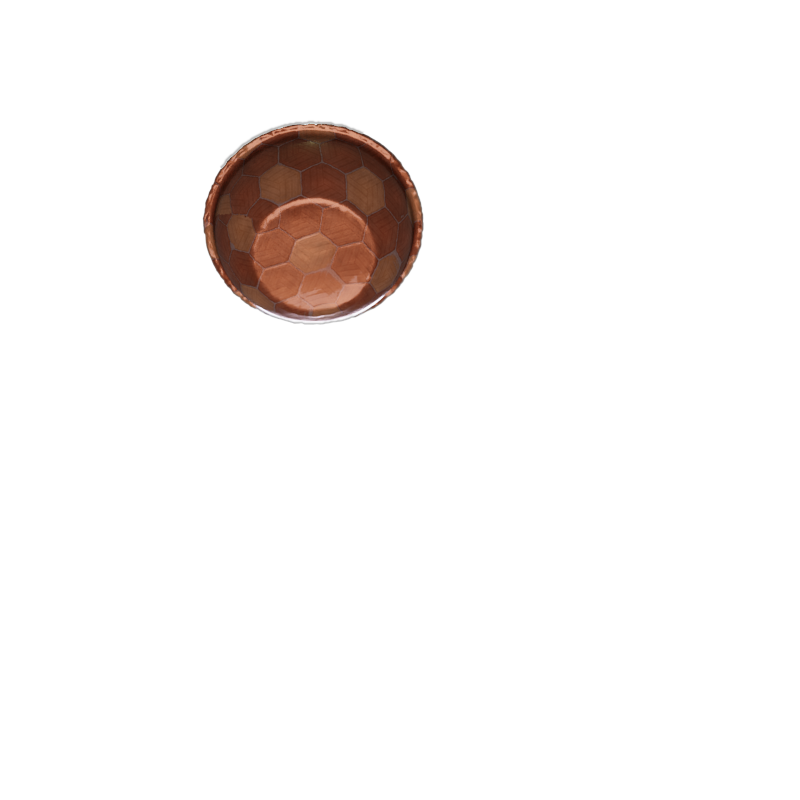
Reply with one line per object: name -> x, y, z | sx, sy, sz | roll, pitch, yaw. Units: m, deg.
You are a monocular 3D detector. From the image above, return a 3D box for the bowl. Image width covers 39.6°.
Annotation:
bowl -> -0.062, -0.113, 0.789 | 0.162, 0.153, 0.058 | 1, 27, -1
